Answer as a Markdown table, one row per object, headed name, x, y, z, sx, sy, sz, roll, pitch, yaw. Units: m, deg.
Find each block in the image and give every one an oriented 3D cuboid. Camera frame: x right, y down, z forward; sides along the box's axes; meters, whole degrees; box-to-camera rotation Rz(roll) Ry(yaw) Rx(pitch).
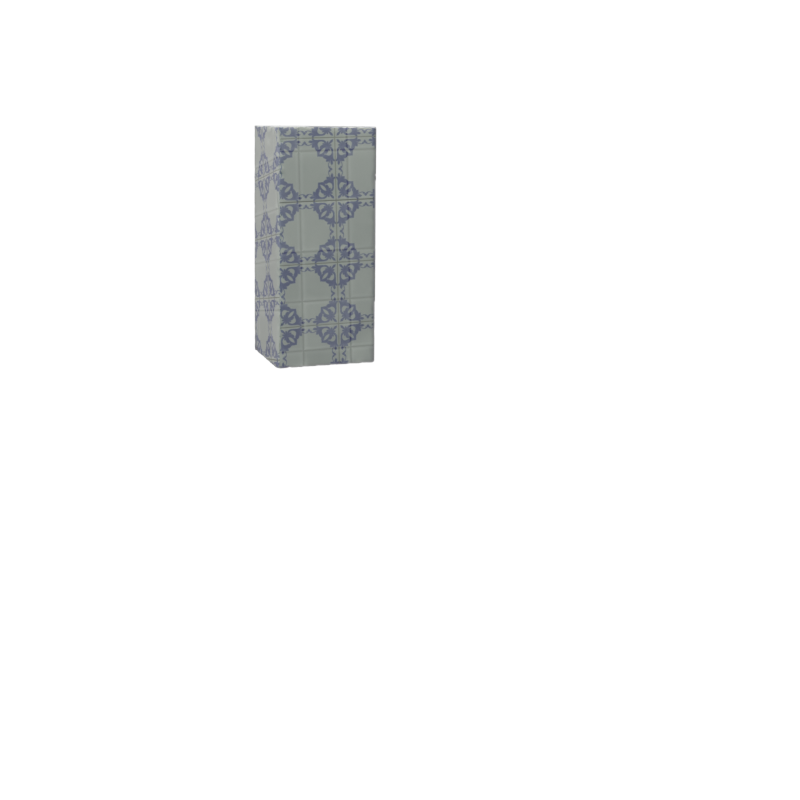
| name | x | y | z | sx | sy | sz | roll | pitch | yaw |
| --- | --- | --- | --- | --- | --- | --- | --- | --- | --- |
| block | -0.077 | -0.141 | 0.990 | 0.089 | 0.203 | 0.094 | -2 | 8 | -19 |
